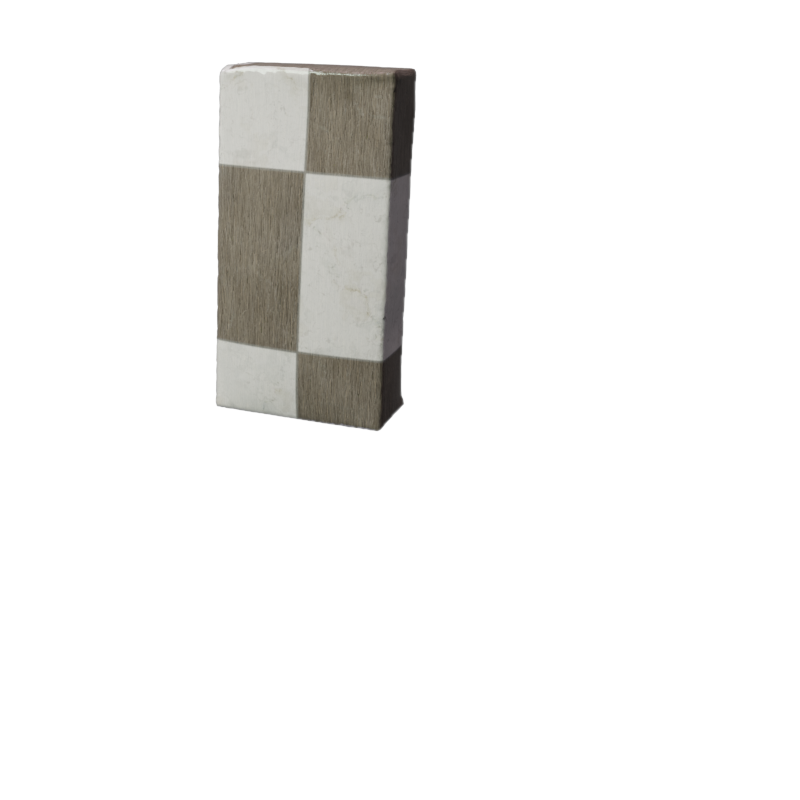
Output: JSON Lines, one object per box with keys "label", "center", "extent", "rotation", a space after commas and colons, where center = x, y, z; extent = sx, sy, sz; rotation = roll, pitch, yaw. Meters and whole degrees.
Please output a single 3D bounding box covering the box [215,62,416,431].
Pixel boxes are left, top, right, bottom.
{"label": "box", "center": [-0.044, -0.080, 0.558], "extent": [0.096, 0.171, 0.048], "rotation": [6, 15, 18]}
